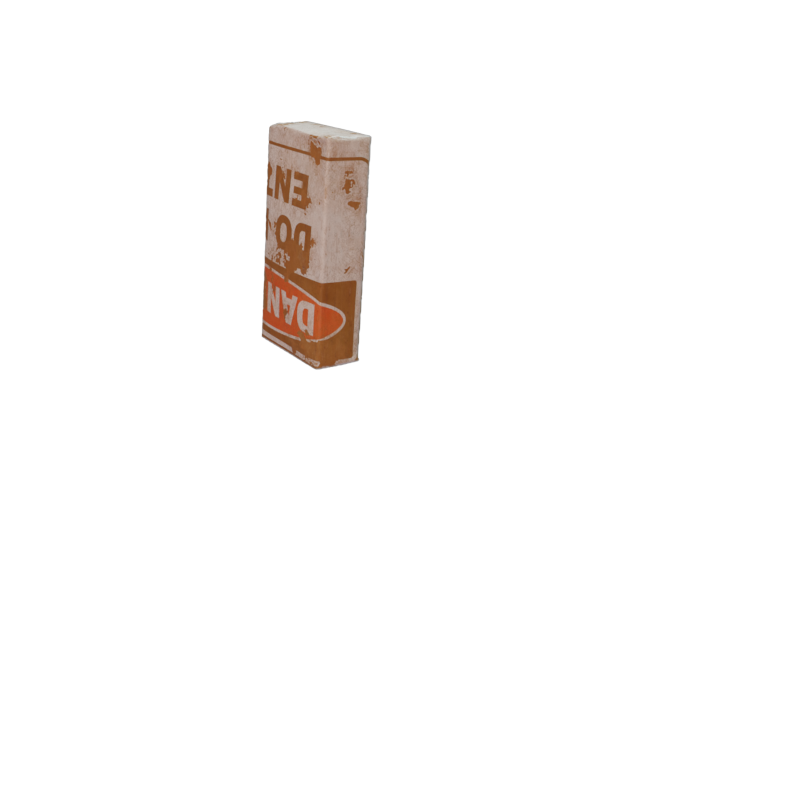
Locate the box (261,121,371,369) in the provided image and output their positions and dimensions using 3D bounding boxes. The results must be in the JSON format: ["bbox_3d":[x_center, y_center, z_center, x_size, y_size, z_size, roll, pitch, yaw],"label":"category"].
[{"bbox_3d":[-0.067,-0.122,0.853,0.047,0.170,0.099,-8,18,-32],"label":"box"}]
